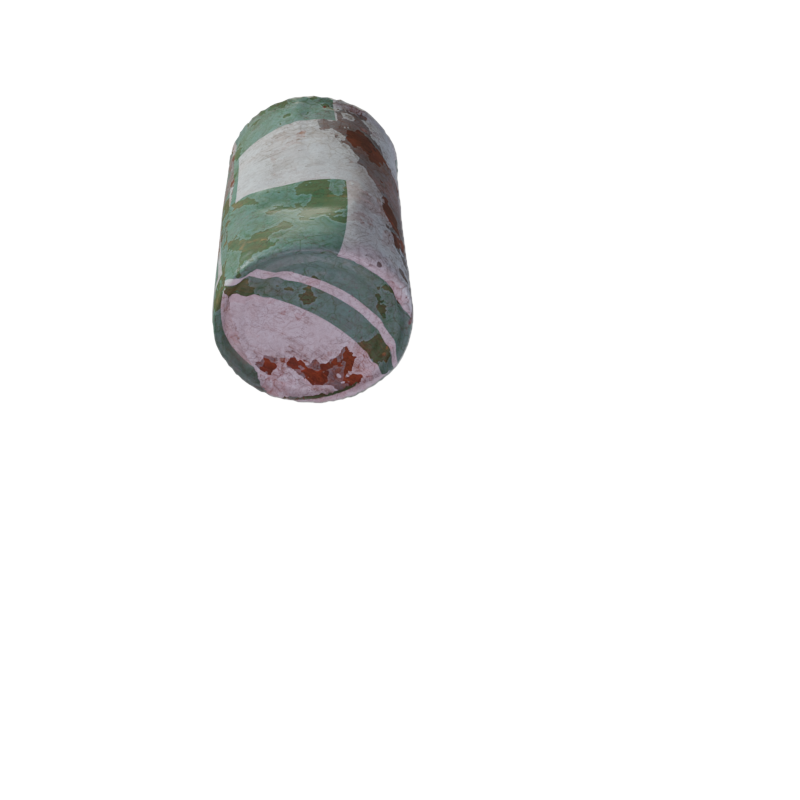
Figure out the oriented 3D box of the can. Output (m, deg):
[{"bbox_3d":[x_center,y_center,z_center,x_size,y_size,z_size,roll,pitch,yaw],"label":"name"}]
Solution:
[{"bbox_3d":[-0.031,-0.057,0.402,0.068,0.064,0.109,-1,39,-3],"label":"can"}]
